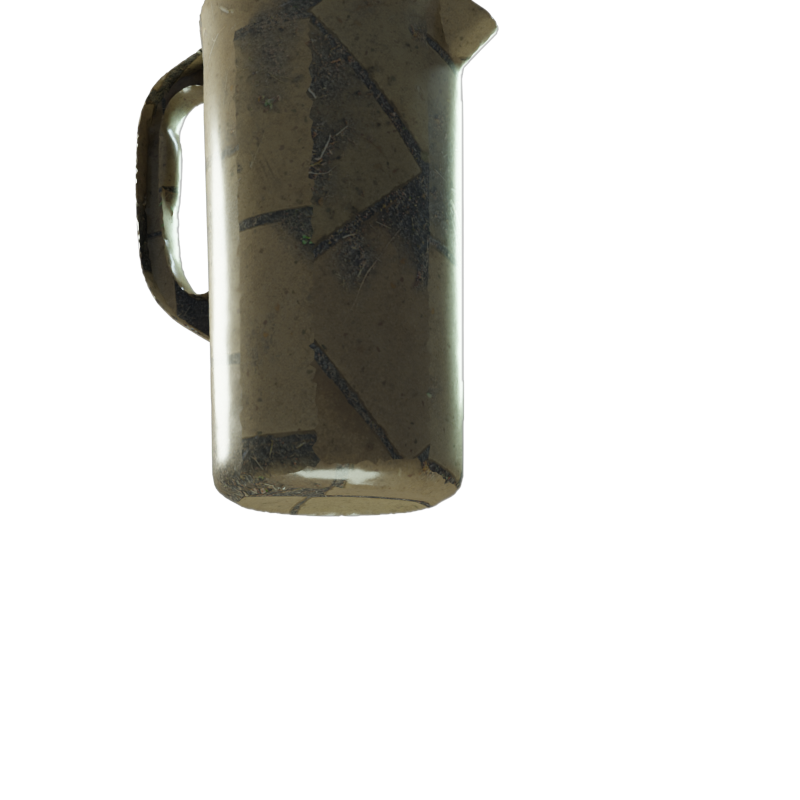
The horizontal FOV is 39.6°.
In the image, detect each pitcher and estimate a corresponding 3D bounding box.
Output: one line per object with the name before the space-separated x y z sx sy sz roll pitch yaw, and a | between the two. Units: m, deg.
pitcher | -0.041 -0.074 0.520 0.140 0.254 0.148 8 -21 -25
